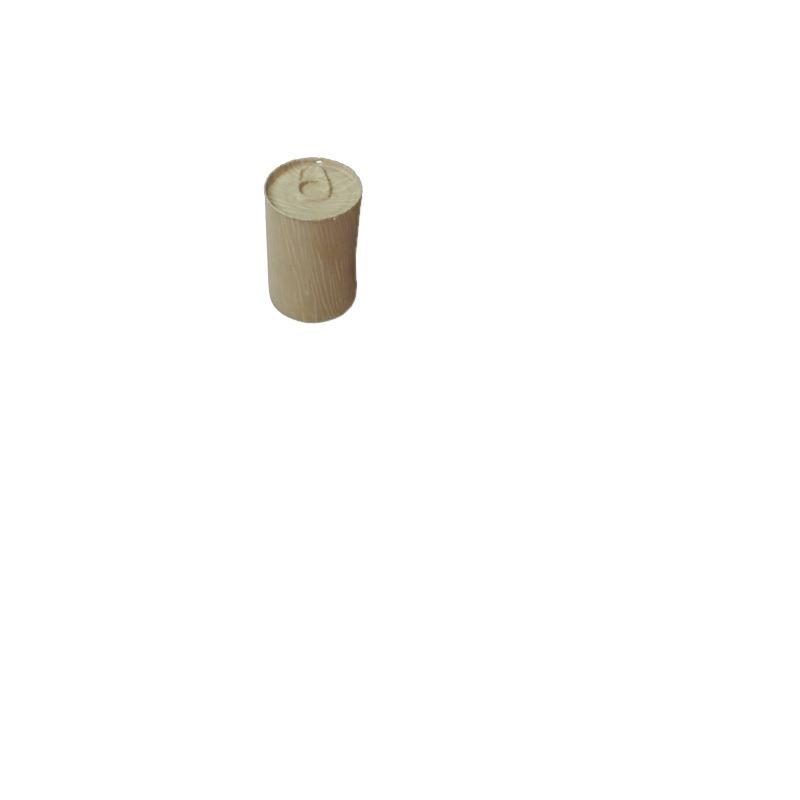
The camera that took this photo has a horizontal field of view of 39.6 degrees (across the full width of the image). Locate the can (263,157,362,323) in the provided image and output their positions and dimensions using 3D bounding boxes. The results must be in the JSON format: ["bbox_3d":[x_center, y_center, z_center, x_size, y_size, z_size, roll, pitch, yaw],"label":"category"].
[{"bbox_3d":[-0.062,-0.113,0.793,0.068,0.074,0.095,0,-44,-3],"label":"can"}]
